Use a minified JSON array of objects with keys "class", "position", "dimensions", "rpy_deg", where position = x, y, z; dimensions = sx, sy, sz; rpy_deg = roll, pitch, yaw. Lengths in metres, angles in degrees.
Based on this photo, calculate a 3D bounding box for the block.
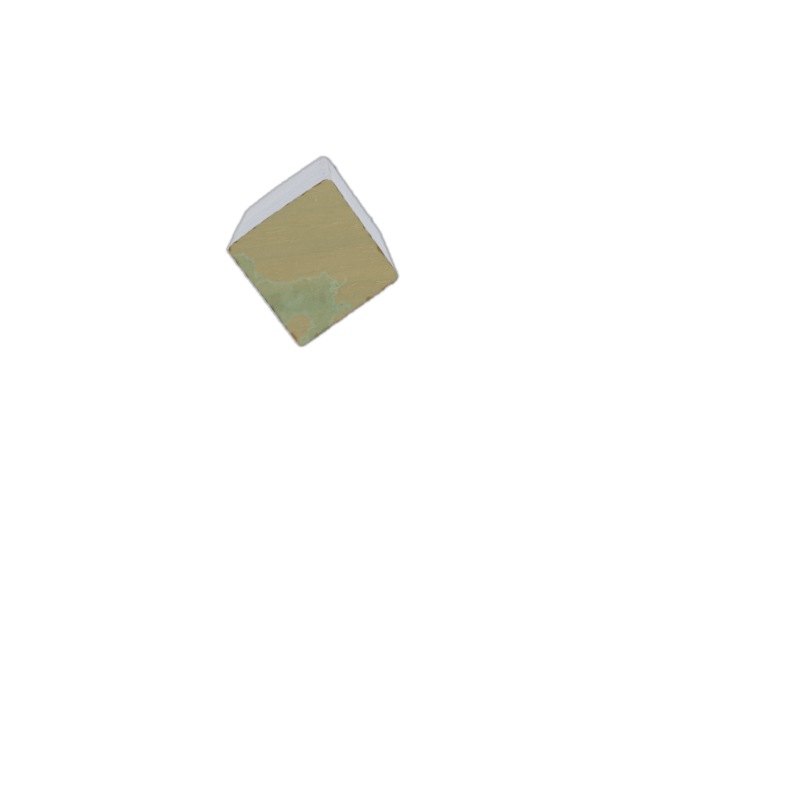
[{"class":"block","position":[-0.068,-0.126,0.876],"dimensions":[0.090,0.088,0.213],"rpy_deg":[-35,14,5]}]
